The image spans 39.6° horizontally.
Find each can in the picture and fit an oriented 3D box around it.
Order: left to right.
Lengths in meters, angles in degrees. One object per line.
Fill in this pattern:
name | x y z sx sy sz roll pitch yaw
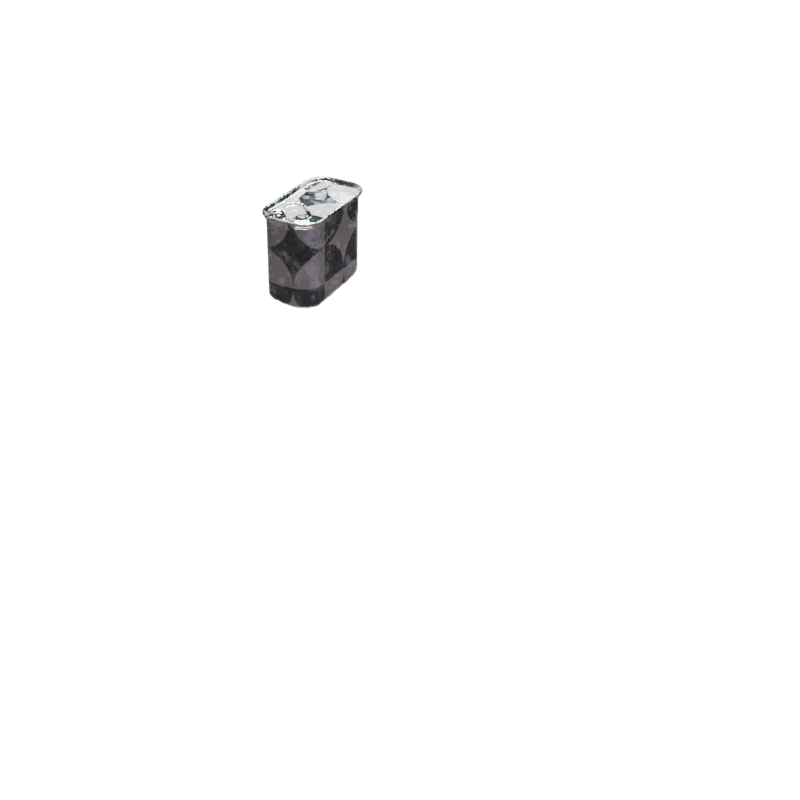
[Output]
can | -0.077 -0.141 0.988 0.060 0.079 0.104 15 33 23
